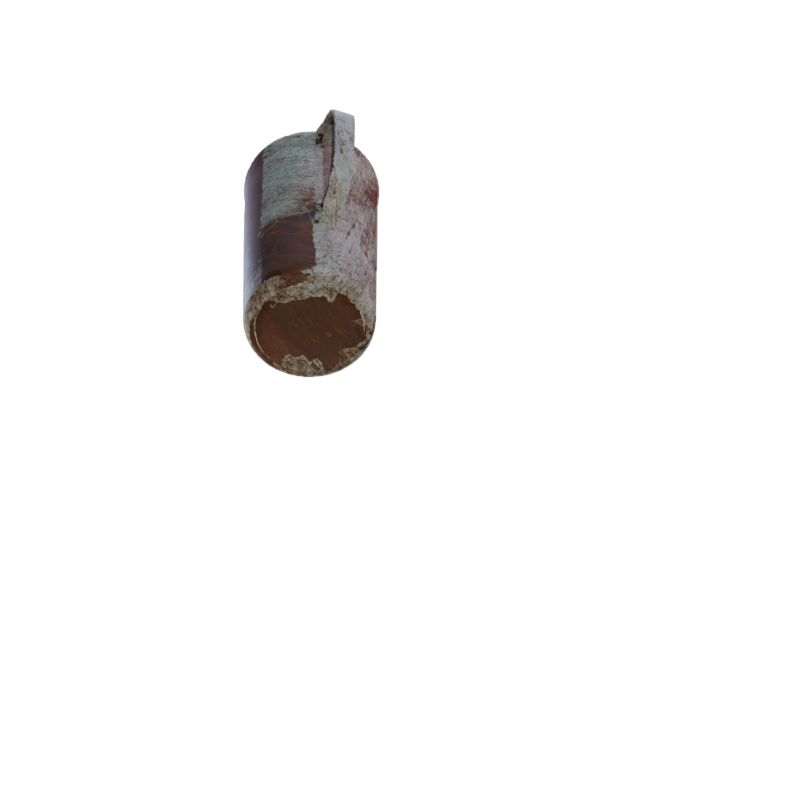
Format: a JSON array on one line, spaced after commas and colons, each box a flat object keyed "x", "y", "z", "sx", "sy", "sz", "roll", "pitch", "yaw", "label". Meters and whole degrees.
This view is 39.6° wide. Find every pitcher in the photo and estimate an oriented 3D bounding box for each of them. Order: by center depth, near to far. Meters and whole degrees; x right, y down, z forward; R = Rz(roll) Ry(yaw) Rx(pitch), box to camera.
[{"x": -0.077, "y": -0.141, "z": 0.985, "sx": 0.145, "sy": 0.139, "sz": 0.259, "roll": -23, "pitch": 33, "yaw": 12, "label": "pitcher"}]
